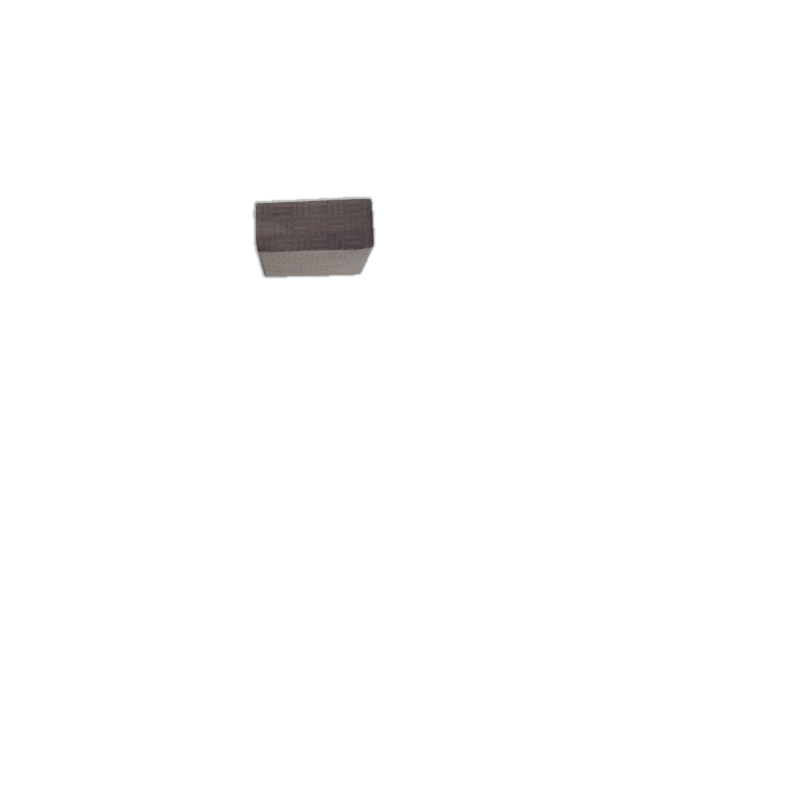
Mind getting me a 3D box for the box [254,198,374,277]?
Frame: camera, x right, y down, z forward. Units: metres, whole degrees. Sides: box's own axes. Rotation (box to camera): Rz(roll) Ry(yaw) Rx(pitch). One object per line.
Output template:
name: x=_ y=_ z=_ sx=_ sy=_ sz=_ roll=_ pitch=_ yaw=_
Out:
box: x=-0.073 y=-0.133 z=0.932 sx=0.093 sy=0.048 sz=0.176 roll=-2 pitch=2 yaw=-3
